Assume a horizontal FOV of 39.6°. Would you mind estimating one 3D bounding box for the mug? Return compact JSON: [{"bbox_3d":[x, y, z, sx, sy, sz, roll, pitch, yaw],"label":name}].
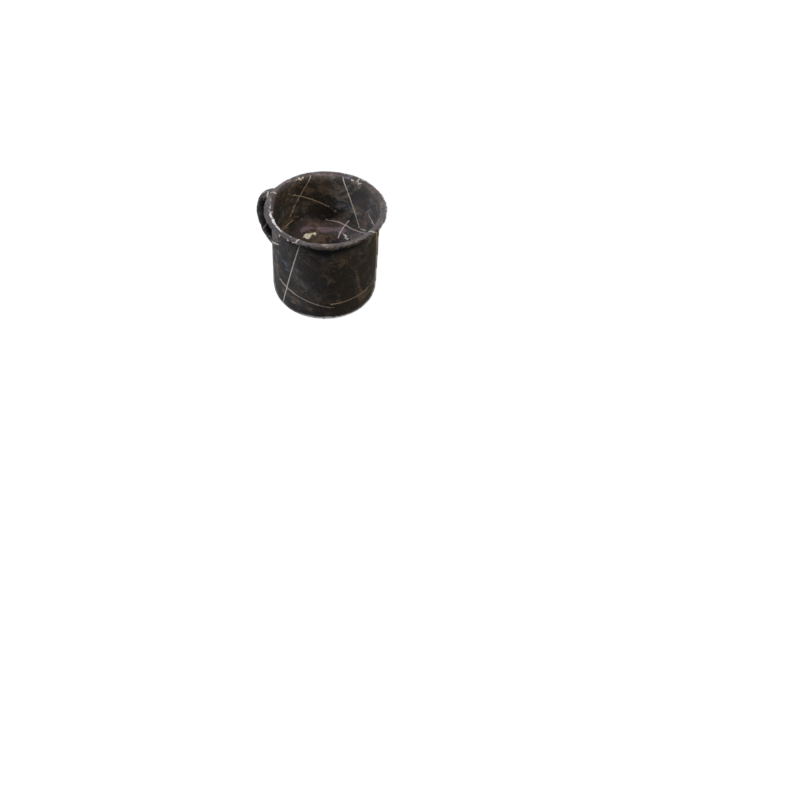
[{"bbox_3d":[-0.068,-0.123,0.864,0.124,0.076,0.094,30,51,26],"label":"mug"}]
